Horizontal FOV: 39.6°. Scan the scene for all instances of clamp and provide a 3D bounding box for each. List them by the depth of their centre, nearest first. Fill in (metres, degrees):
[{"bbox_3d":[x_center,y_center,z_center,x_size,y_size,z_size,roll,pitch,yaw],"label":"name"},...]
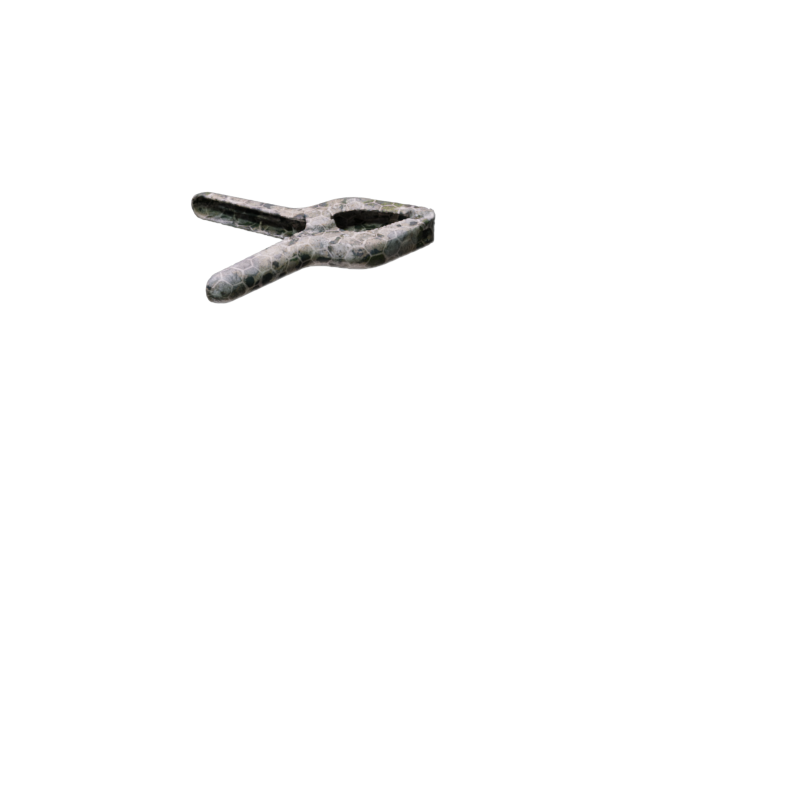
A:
[{"bbox_3d":[-0.072,-0.132,0.926,0.209,0.034,0.176,-3,35,-4],"label":"clamp"}]
